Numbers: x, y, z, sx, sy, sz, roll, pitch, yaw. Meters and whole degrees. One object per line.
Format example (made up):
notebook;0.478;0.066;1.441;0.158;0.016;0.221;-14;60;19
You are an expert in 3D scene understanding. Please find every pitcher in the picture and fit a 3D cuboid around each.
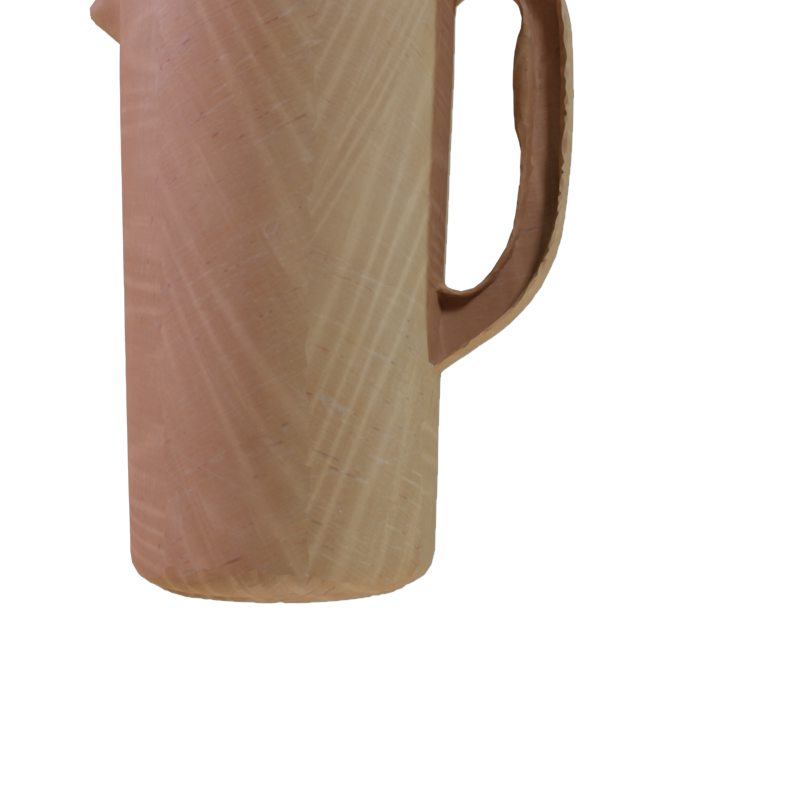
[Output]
pitcher;-0.032;-0.058;0.407;0.140;0.248;0.152;3;-7;-30
